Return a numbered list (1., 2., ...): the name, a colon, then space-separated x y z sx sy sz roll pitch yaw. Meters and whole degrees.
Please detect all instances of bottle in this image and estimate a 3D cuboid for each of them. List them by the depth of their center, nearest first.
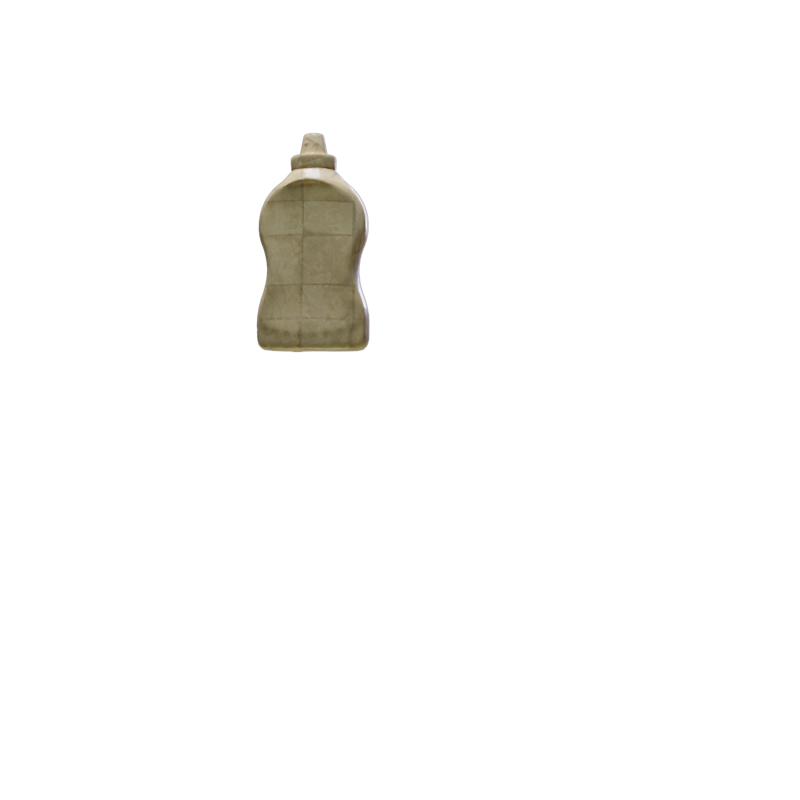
1. bottle: -0.076 -0.139 0.973 0.098 0.195 0.057 -1 -6 12
